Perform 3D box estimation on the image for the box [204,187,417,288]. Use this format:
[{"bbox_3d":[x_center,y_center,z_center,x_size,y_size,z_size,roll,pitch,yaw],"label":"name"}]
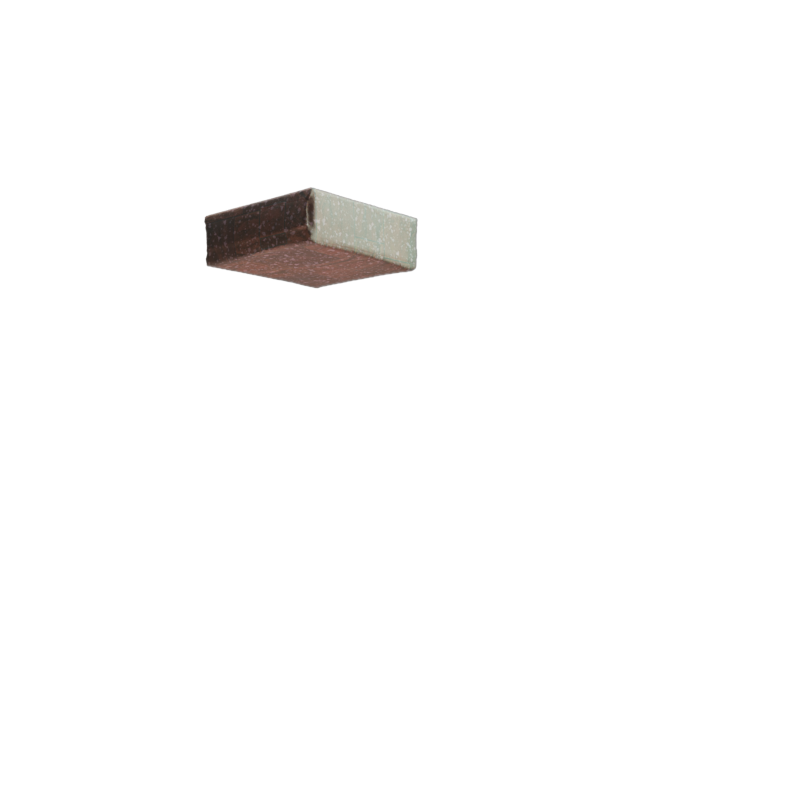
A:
[{"bbox_3d":[-0.056,-0.102,0.712,0.092,0.040,0.108,-6,-9,38],"label":"box"}]
